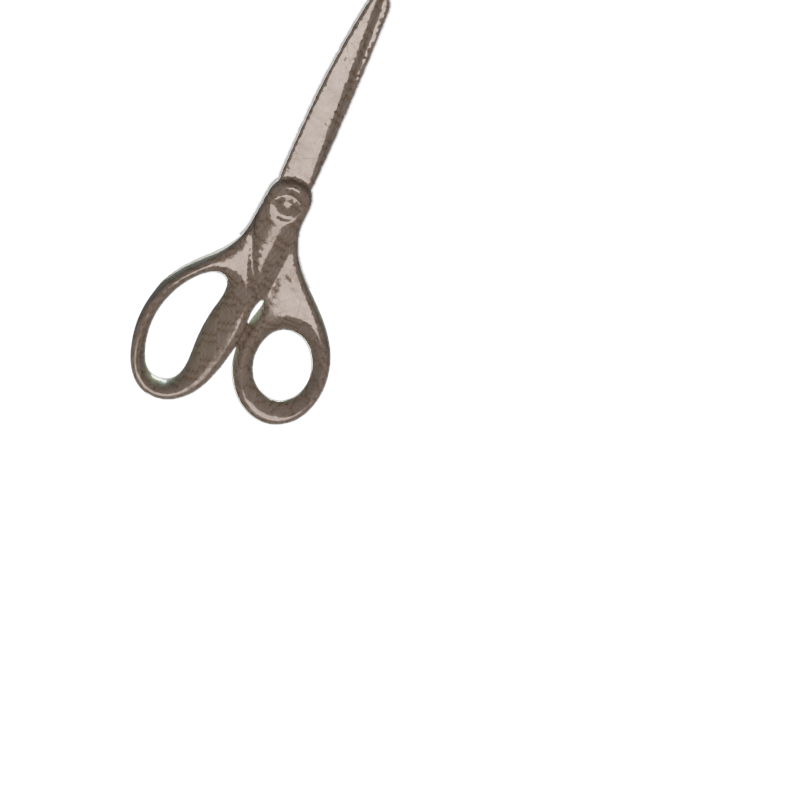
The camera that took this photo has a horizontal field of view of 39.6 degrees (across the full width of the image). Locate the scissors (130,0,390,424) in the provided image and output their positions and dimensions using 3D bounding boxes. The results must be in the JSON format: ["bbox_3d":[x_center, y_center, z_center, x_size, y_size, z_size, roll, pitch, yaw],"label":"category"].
[{"bbox_3d":[-0.037,-0.068,0.474,0.093,0.199,0.016,39,15,-13],"label":"scissors"}]
